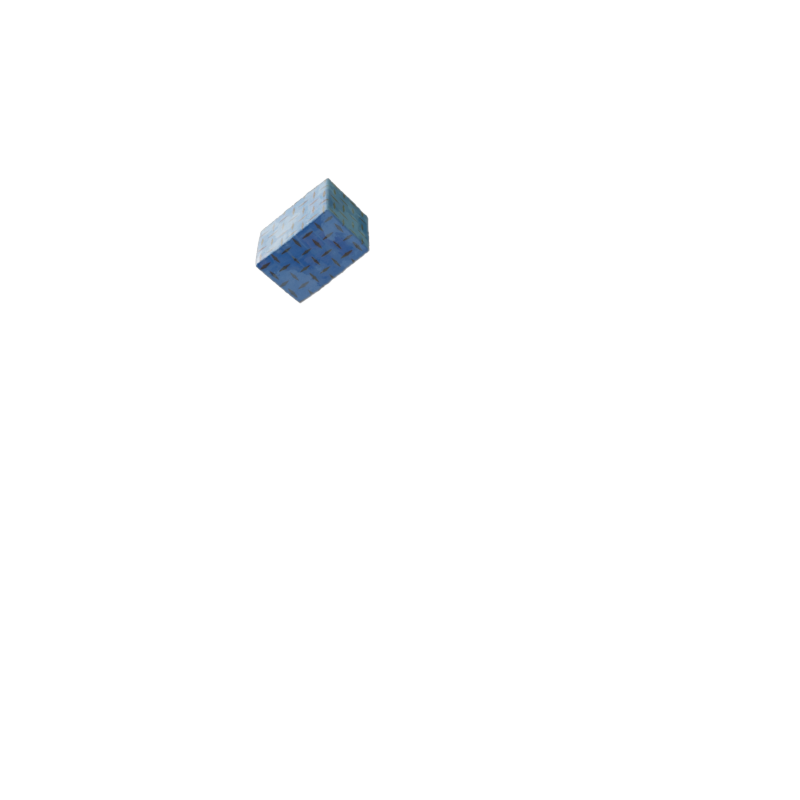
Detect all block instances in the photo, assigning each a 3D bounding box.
[{"bbox_3d":[-0.069,-0.127,0.887,0.077,0.050,0.055,-35,30,21],"label":"block"}]
